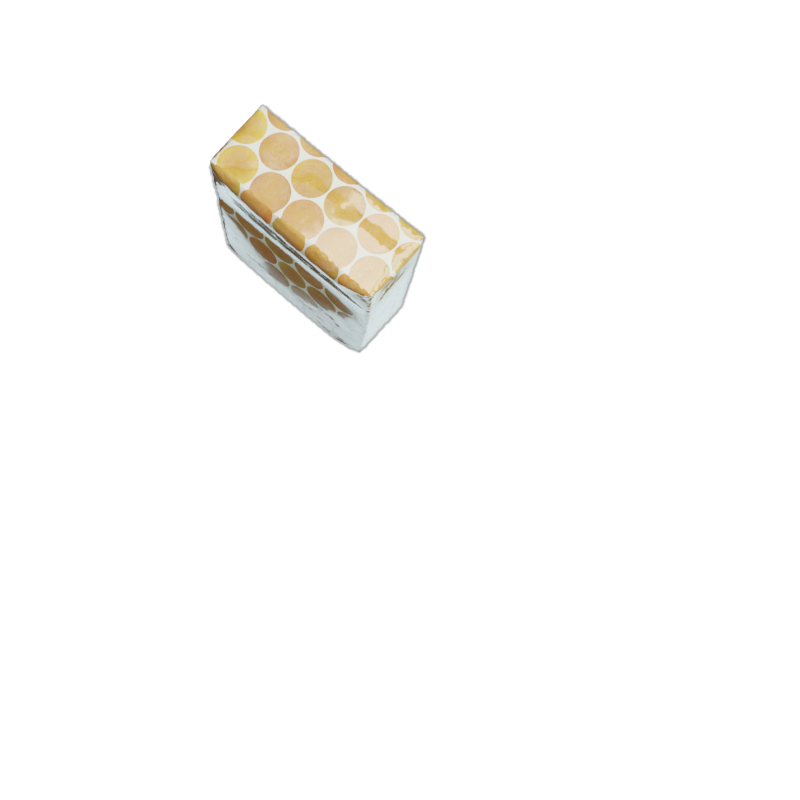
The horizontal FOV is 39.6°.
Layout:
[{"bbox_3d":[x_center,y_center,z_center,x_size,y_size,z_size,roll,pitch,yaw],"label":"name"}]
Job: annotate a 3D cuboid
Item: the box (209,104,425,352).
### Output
[{"bbox_3d":[-0.072,-0.131,0.917,0.168,0.072,0.207,41,-10,6],"label":"box"}]
